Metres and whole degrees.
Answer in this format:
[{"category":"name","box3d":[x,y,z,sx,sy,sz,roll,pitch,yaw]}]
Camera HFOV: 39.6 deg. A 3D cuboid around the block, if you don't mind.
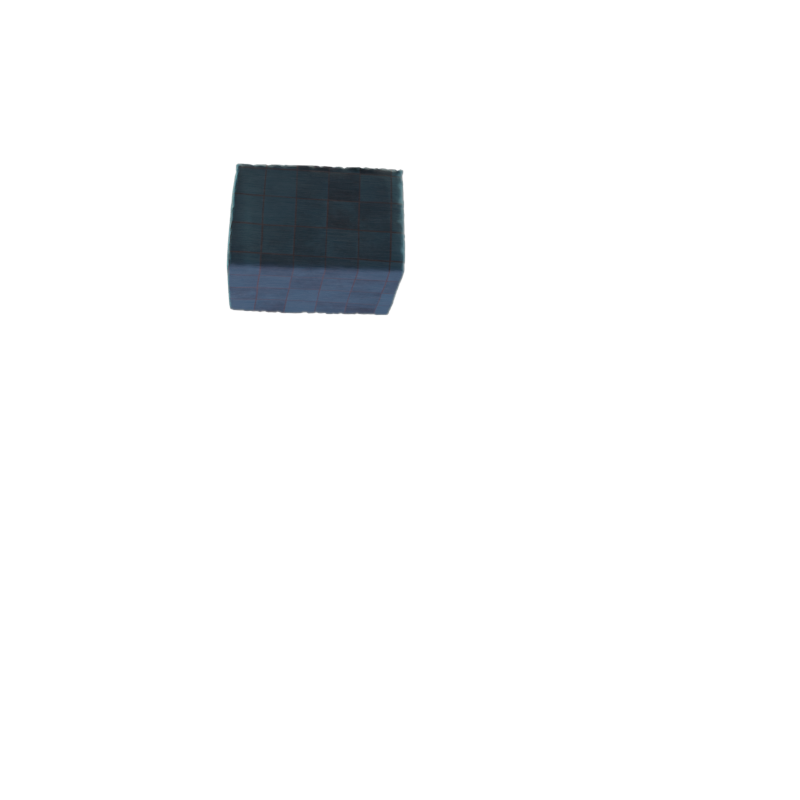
[{"category":"block","box3d":[-0.040,-0.072,0.507,0.077,0.054,0.050,2,-22,-6]}]
